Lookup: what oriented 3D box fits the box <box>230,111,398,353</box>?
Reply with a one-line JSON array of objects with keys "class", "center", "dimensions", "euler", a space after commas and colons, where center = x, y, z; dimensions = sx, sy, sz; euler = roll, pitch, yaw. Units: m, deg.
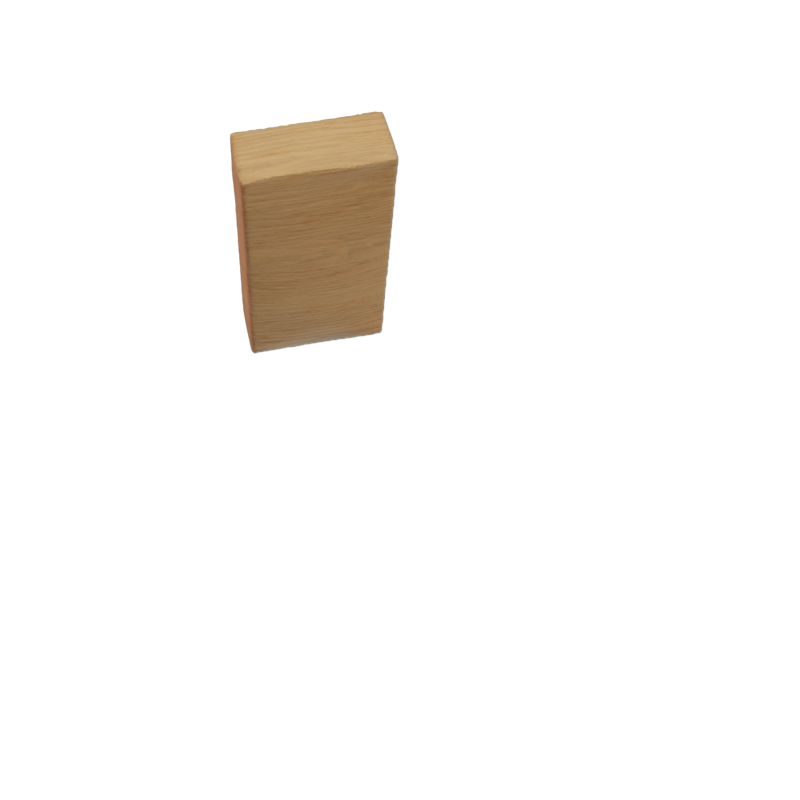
[{"class": "box", "center": [-0.054, -0.098, 0.690], "dimensions": [0.093, 0.051, 0.165], "euler": [-9, -29, -9]}]
